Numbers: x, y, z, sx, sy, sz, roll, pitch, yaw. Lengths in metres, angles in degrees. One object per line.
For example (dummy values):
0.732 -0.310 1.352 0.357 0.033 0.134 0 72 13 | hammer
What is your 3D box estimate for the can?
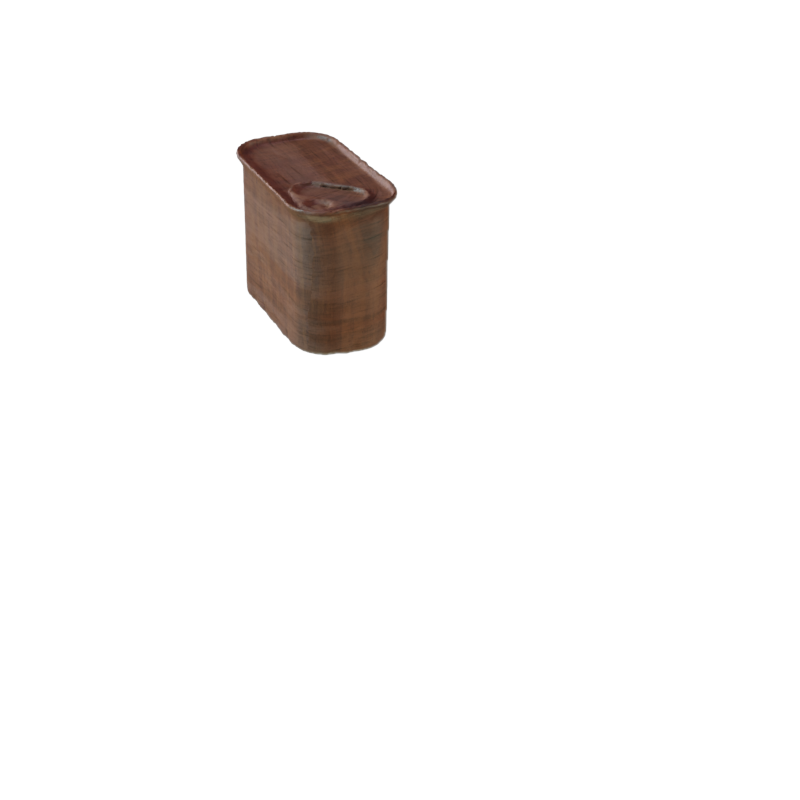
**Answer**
-0.045 -0.083 0.579 0.056 0.079 0.110 -12 34 -23 | can
